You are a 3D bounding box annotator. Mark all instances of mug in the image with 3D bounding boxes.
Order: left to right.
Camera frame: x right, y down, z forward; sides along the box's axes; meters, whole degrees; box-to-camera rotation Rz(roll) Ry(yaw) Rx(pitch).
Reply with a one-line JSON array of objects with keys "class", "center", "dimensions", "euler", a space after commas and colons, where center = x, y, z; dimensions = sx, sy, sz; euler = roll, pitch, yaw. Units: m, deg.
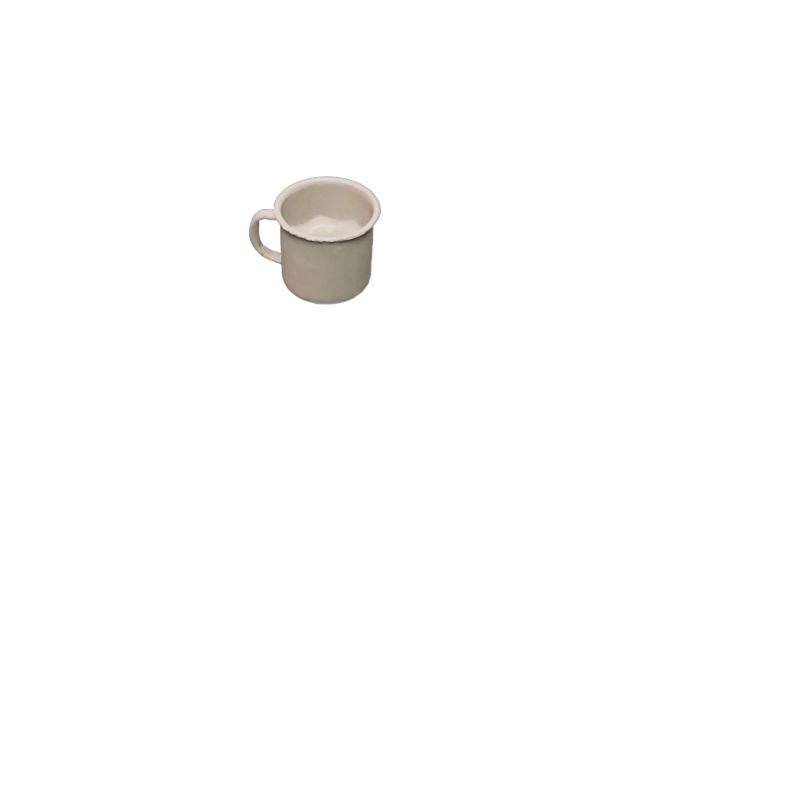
[{"class": "mug", "center": [-0.077, -0.141, 0.984], "dimensions": [0.118, 0.076, 0.099], "euler": [6, 43, 5]}]
